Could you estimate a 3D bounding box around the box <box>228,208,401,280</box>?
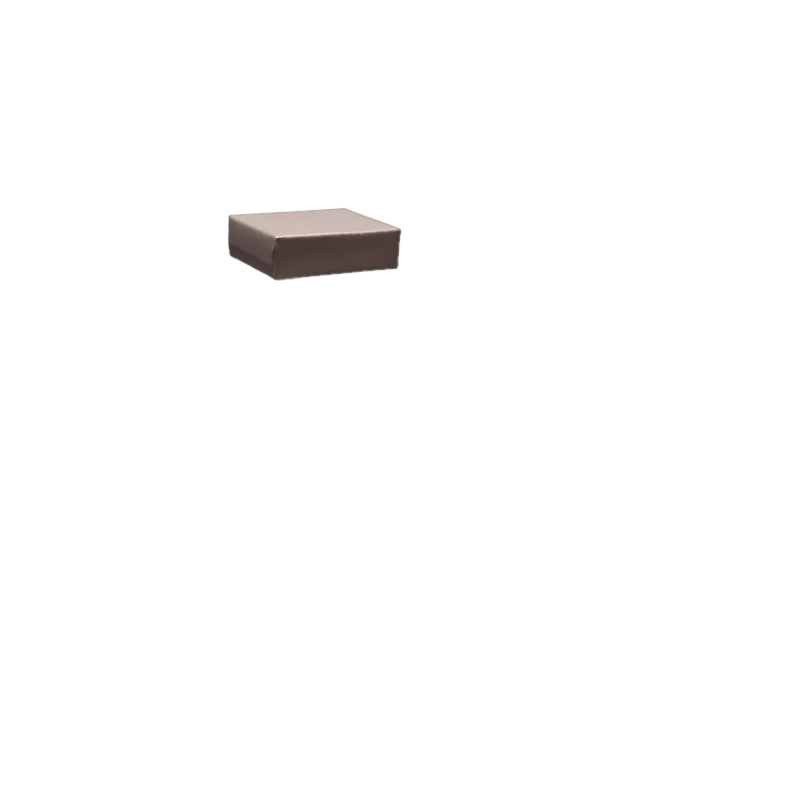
[{"bbox_3d":[-0.069,-0.127,0.886,0.111,0.037,0.095,-11,22,-28],"label":"box"}]
